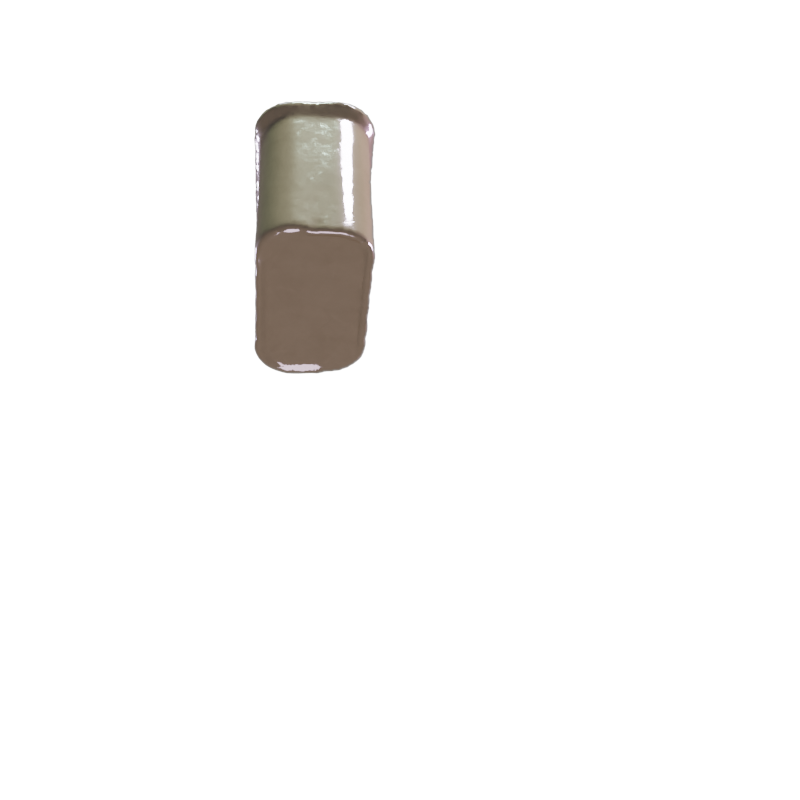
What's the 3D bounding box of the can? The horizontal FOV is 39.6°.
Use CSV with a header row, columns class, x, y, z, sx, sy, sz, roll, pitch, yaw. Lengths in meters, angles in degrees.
class,x,y,z,sx,sy,sz,roll,pitch,yaw
can,-0.041,-0.074,0.521,0.057,0.090,0.095,1,-41,-4
